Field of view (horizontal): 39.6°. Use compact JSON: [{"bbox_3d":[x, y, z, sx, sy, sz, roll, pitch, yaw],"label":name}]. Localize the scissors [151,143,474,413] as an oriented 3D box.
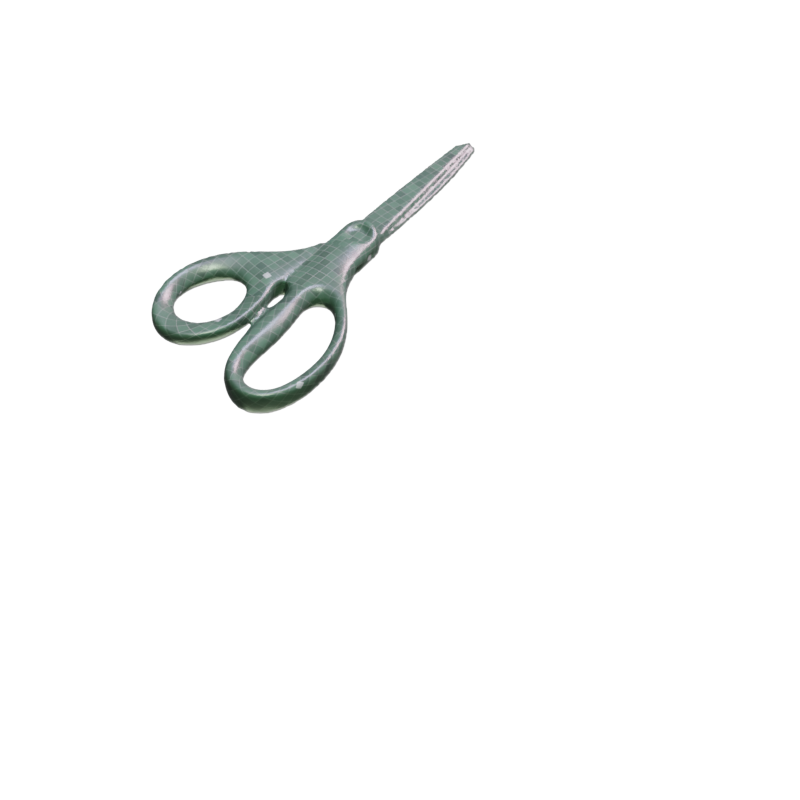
[{"bbox_3d":[-0.041,-0.074,0.520,0.099,0.015,0.210,15,48,14],"label":"scissors"}]
